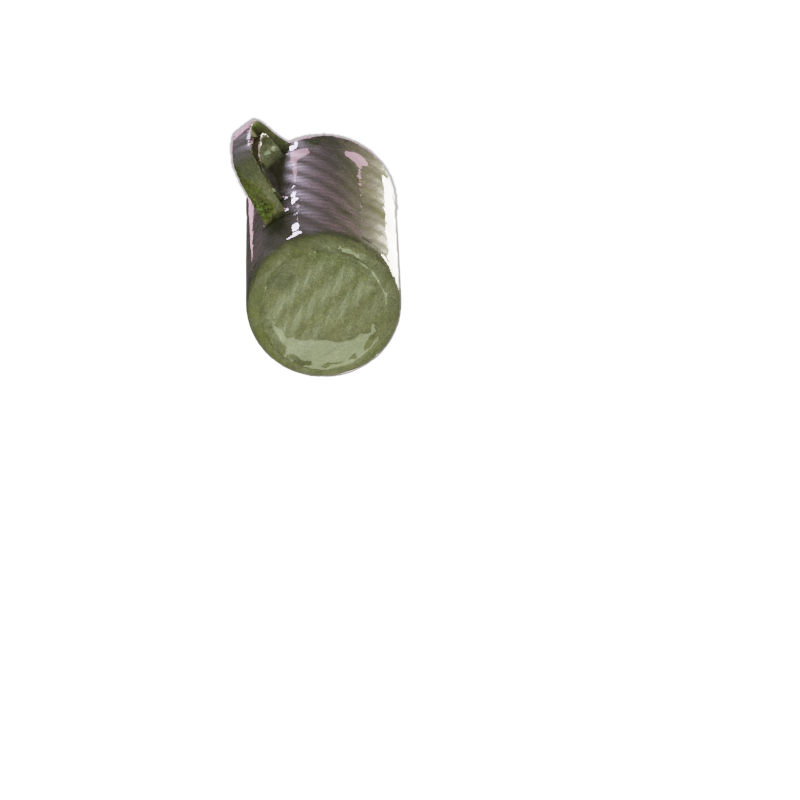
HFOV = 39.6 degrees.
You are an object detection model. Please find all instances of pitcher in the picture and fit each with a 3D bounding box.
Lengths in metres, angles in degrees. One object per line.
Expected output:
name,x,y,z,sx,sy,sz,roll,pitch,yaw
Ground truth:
pitcher,-0.068,-0.124,0.868,0.148,0.139,0.256,7,24,-6
